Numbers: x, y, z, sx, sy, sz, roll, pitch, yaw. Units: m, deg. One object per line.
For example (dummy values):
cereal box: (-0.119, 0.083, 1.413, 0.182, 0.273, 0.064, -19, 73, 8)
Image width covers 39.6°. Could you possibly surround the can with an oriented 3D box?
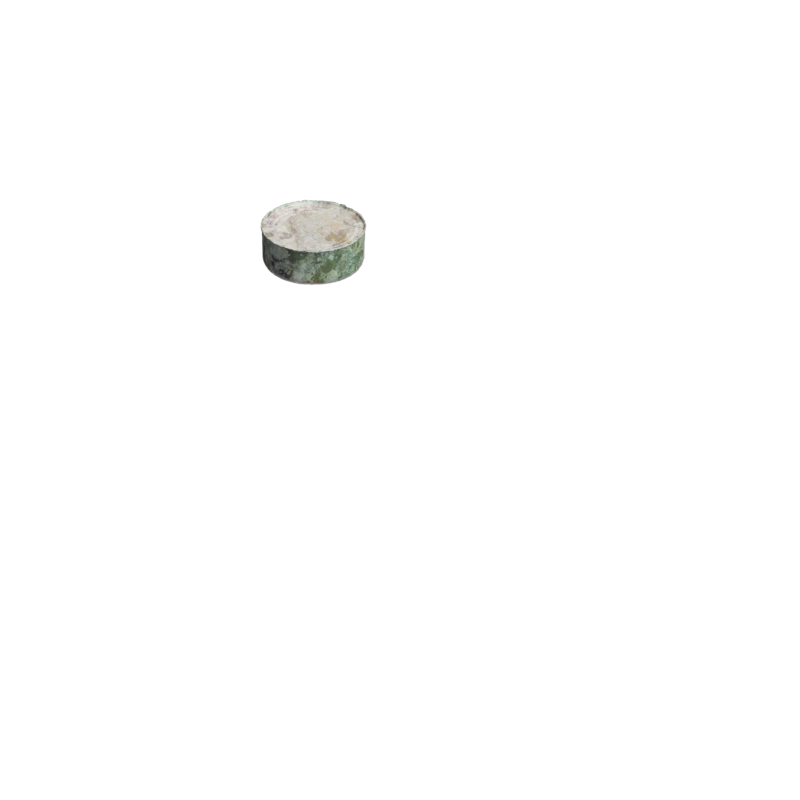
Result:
can: (-0.071, -0.130, 0.909, 0.086, 0.031, 0.092, -1, 35, -2)
